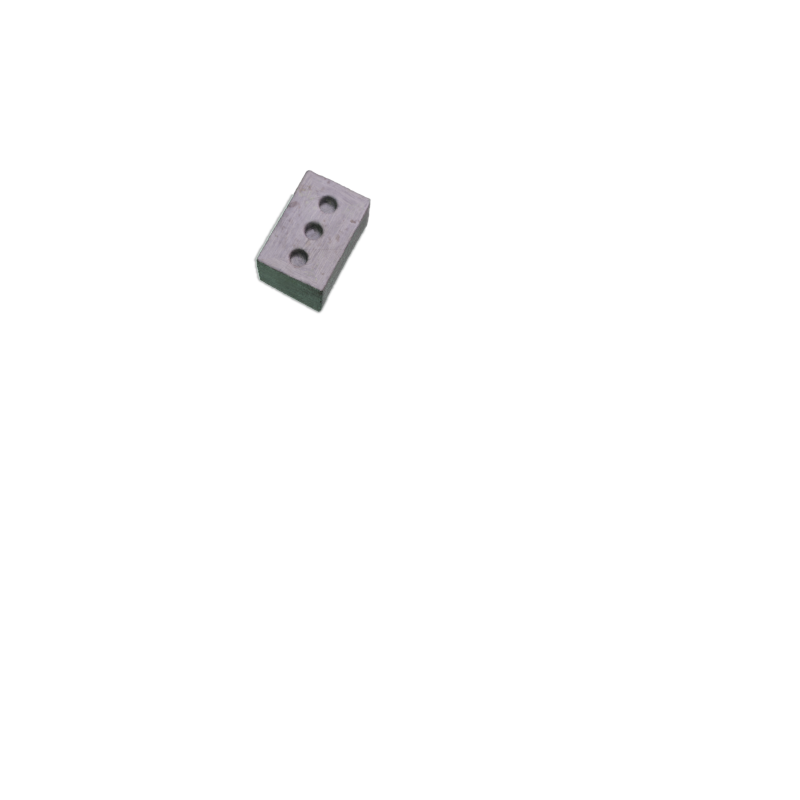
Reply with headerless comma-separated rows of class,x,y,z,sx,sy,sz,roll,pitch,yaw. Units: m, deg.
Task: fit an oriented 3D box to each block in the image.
block,-0.062,-0.113,0.789,0.054,0.080,0.049,26,-15,5
